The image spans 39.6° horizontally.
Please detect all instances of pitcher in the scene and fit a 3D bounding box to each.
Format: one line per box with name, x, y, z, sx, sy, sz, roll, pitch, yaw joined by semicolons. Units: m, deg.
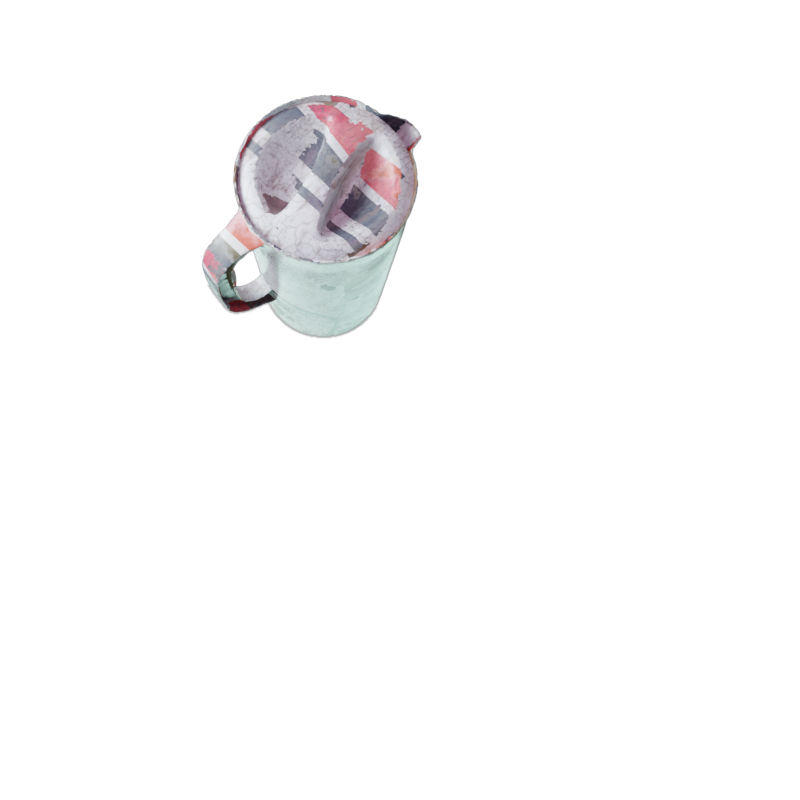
pitcher;-0.070;-0.128;0.899;0.149;0.151;0.233;8;-17;-1
